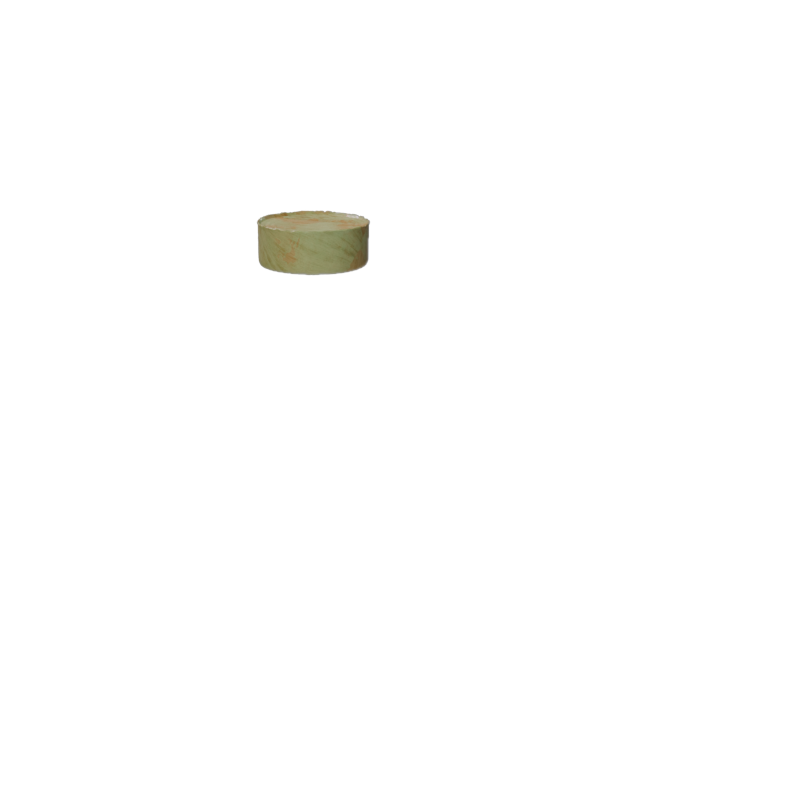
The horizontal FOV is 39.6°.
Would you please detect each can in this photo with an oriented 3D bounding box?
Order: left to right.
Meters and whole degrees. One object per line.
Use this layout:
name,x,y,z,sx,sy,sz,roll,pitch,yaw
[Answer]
can,-0.066,-0.120,0.842,0.086,0.032,0.089,-1,18,-2
